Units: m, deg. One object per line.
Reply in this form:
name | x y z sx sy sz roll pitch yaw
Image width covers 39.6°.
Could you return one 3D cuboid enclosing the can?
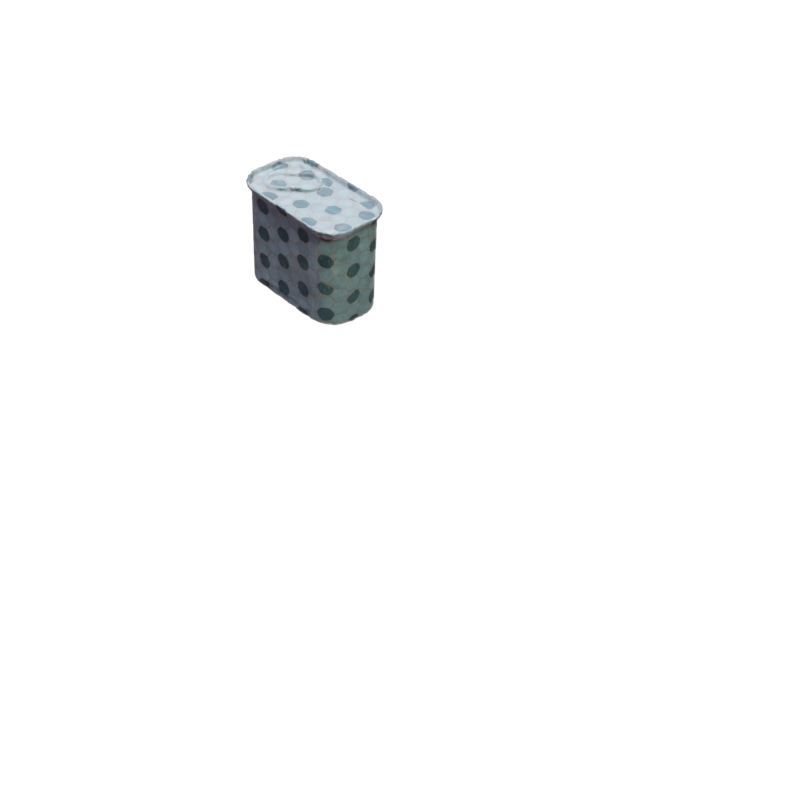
can | -0.062 -0.113 0.788 0.057 0.078 0.109 -28 48 -32
